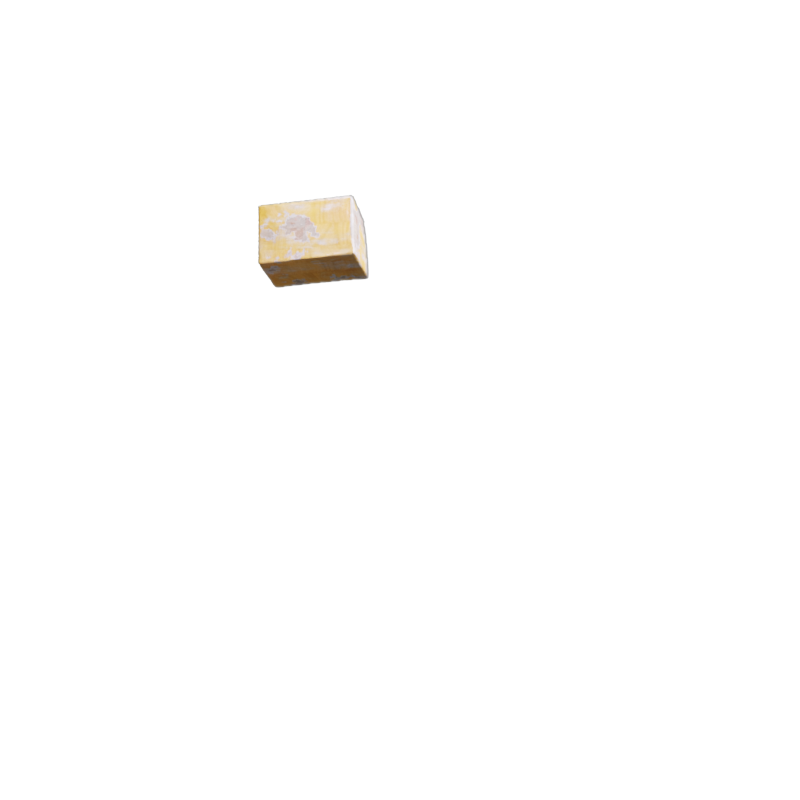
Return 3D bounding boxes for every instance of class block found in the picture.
[{"bbox_3d":[-0.068,-0.124,0.868,0.079,0.054,0.049,-4,-21,11],"label":"block"}]
